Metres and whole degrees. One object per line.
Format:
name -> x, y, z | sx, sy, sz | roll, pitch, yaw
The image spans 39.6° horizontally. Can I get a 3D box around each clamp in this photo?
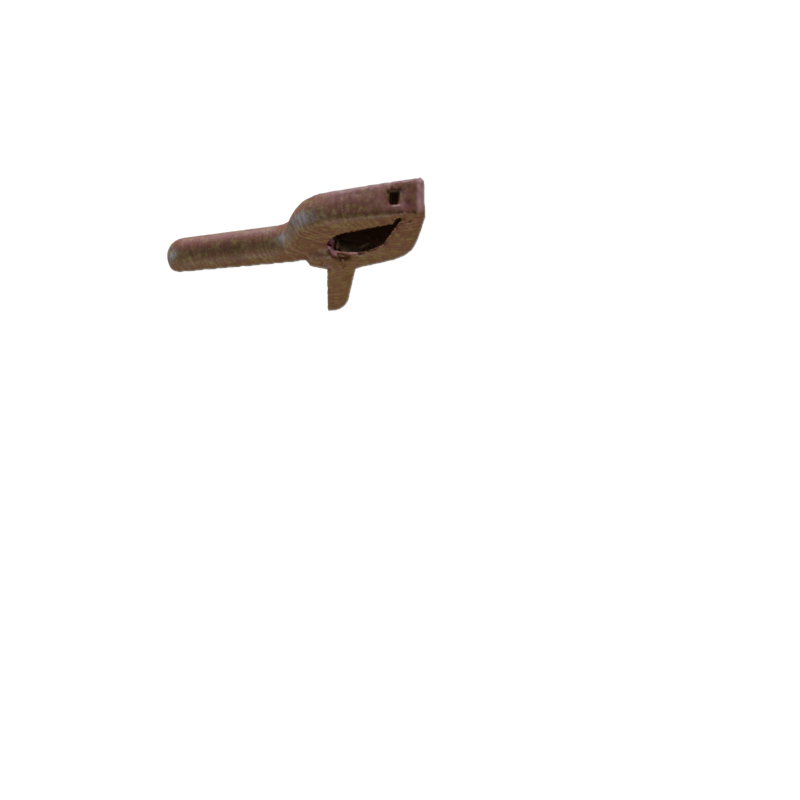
clamp -> -0.063, -0.116, 0.809 | 0.157, 0.038, 0.210 | 9, -18, -31
